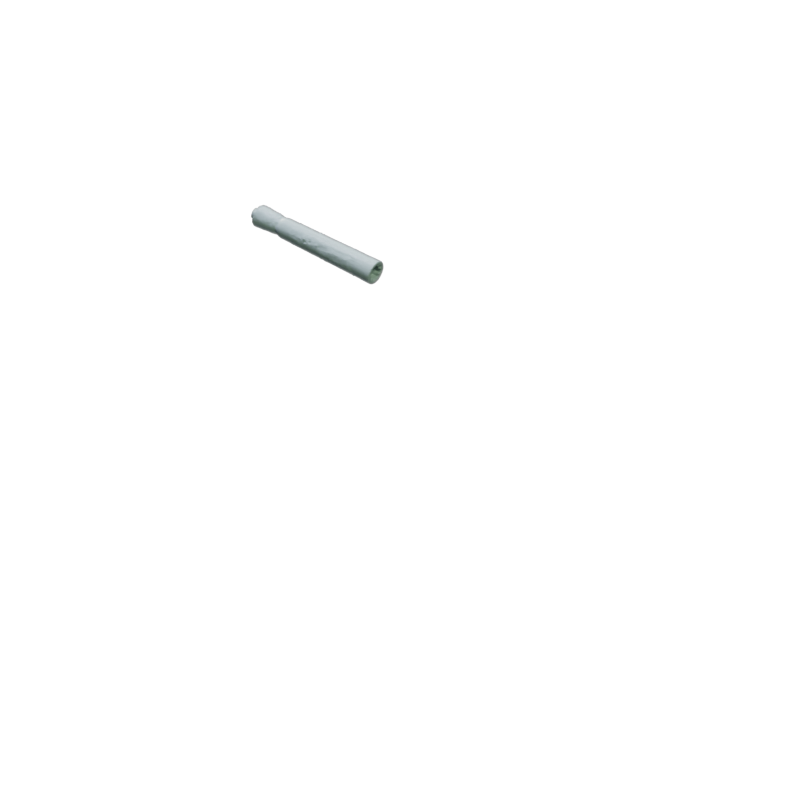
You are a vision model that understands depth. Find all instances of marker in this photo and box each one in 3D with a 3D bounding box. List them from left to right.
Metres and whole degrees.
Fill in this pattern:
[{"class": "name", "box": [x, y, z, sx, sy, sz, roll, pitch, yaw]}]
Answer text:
[{"class": "marker", "box": [-0.066, -0.121, 0.845, 0.128, 0.019, 0.019, 29, 18, 29]}]
